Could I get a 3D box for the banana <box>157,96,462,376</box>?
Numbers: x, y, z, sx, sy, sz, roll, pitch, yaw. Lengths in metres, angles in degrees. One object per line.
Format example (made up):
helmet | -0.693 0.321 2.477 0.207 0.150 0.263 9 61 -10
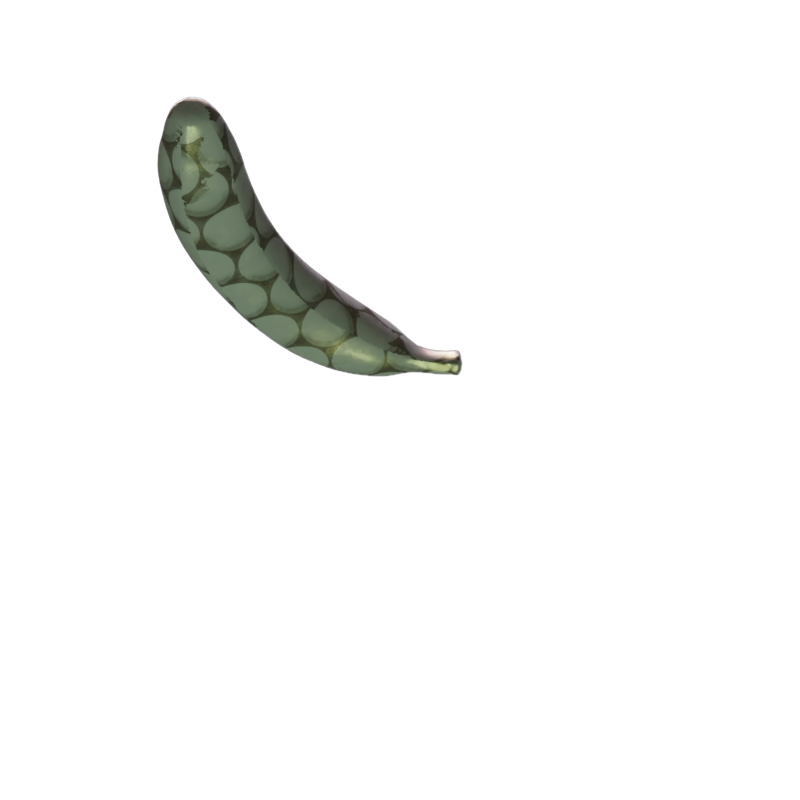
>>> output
banana | -0.050 -0.059 0.478 0.070 0.039 0.183 -23 -41 27
